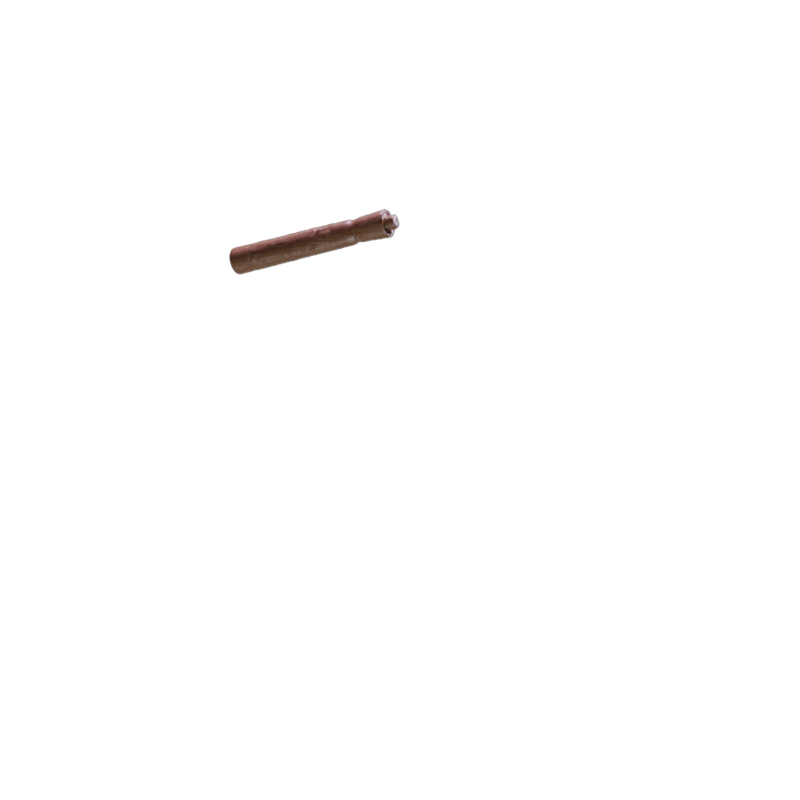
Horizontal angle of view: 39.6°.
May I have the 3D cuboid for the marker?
[{"bbox_3d":[-0.057,-0.103,0.724,0.123,0.020,0.019,-10,-1,27],"label":"marker"}]
